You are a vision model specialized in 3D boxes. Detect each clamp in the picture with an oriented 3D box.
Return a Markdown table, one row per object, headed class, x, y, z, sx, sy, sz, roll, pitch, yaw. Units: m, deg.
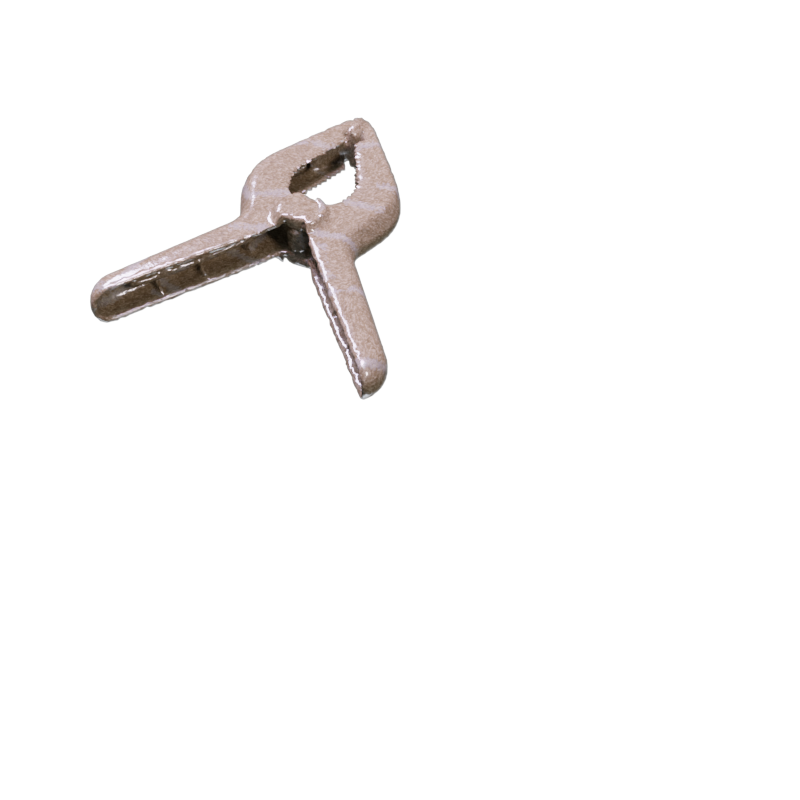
| class | x | y | z | sx | sy | sz | roll | pitch | yaw |
| --- | --- | --- | --- | --- | --- | --- | --- | --- | --- |
| clamp | -0.049 | -0.089 | 0.625 | 0.171 | 0.034 | 0.217 | 20 | 48 | 19 |
